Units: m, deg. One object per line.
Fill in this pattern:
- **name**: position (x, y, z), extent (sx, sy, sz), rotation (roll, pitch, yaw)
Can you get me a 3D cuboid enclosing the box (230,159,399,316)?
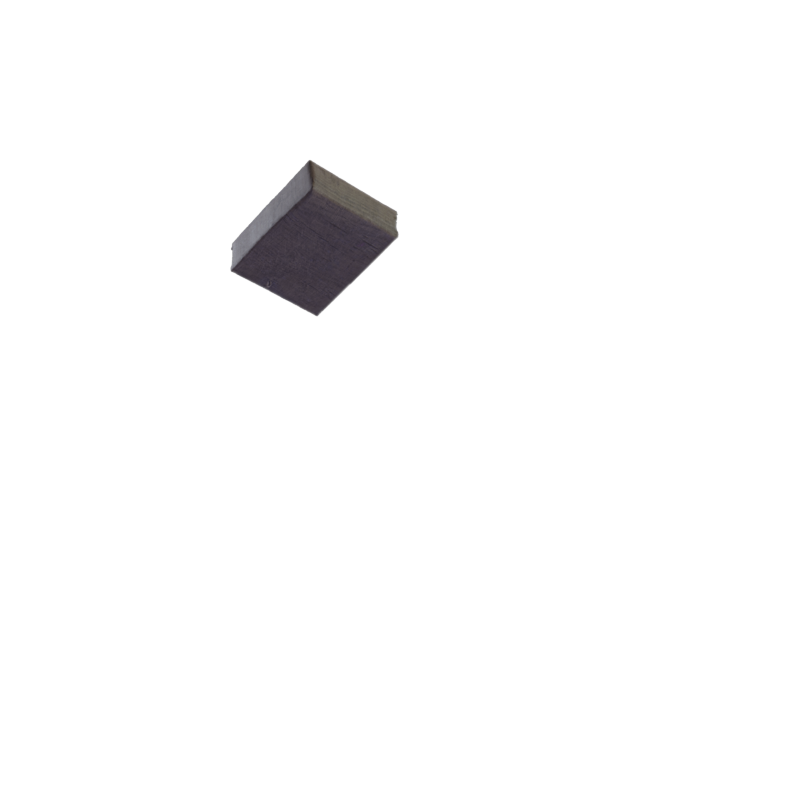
- **box**: position (-0.070, -0.128, 0.895), extent (0.085, 0.042, 0.111), rotation (29, -50, -28)
